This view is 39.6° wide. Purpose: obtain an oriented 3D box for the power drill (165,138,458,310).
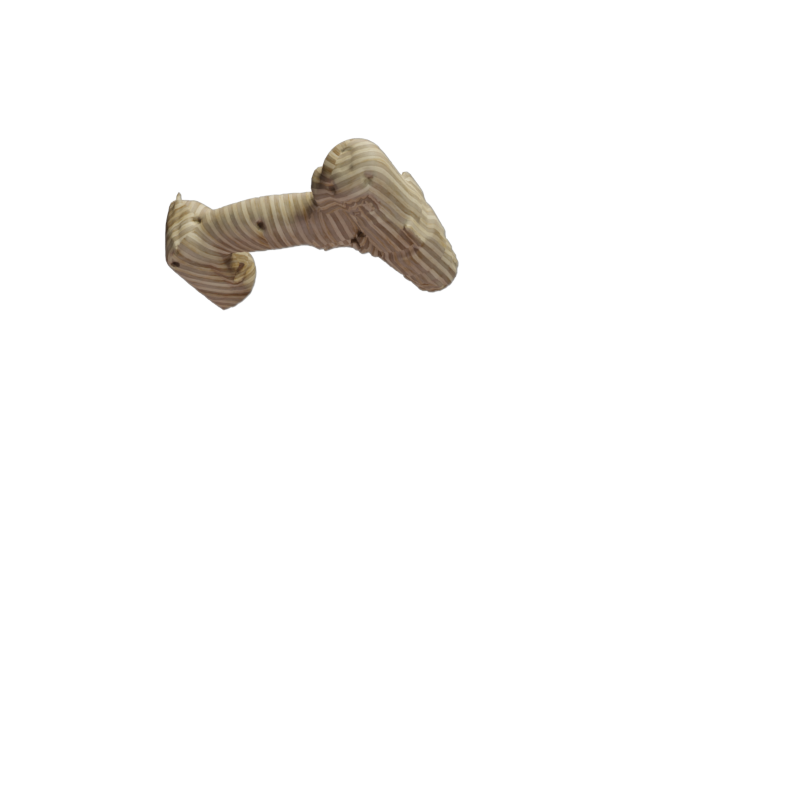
[{"bbox_3d":[-0.064,-0.117,0.822,0.190,0.061,0.171,-11,-28,21],"label":"power drill"}]
